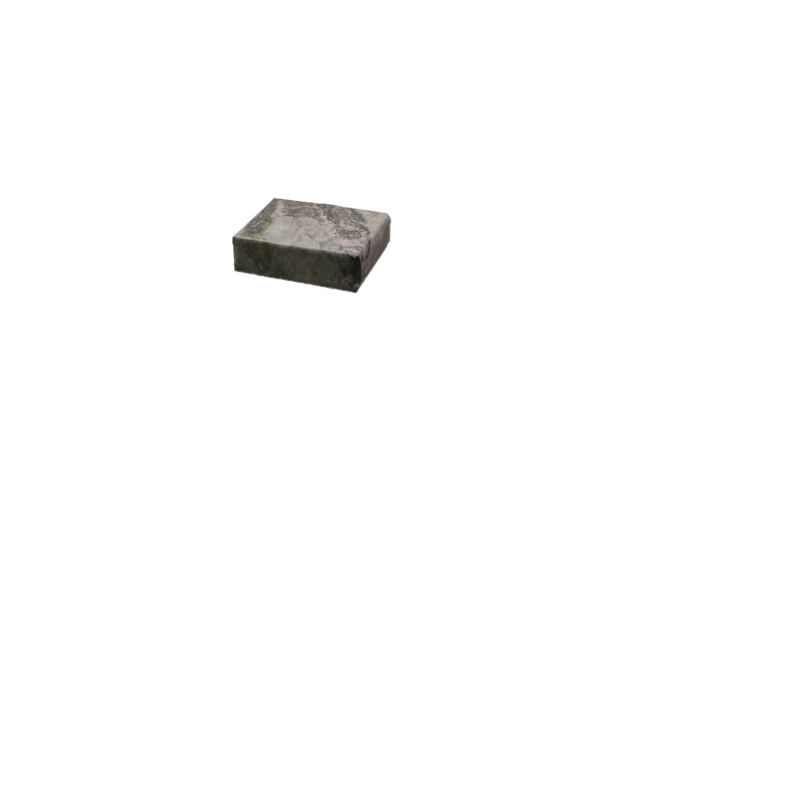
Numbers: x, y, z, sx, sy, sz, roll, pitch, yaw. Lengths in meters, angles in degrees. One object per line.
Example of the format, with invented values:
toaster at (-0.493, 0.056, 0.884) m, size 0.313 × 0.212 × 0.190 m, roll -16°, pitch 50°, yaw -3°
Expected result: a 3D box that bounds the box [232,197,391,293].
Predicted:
box at (-0.058, -0.107, 0.748) m, size 0.092 × 0.028 × 0.075 m, roll 10°, pitch 32°, yaw 16°
